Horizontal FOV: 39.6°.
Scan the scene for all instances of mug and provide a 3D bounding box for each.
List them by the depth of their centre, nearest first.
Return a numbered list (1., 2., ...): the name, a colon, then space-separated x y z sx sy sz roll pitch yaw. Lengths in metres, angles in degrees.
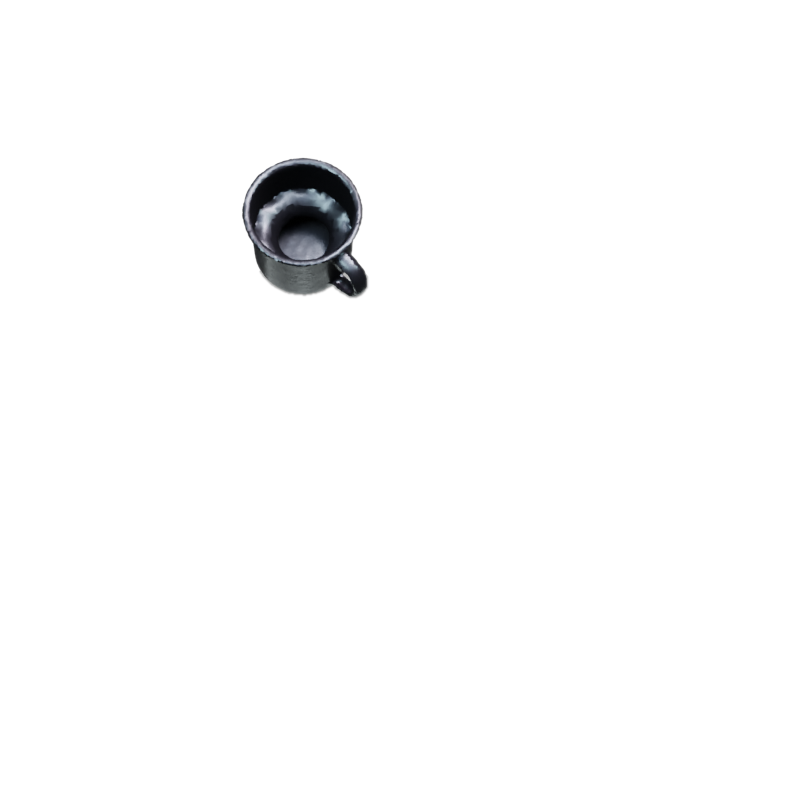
1. mug: -0.070 -0.127 0.890 0.122 0.094 0.078 42 -16 14
